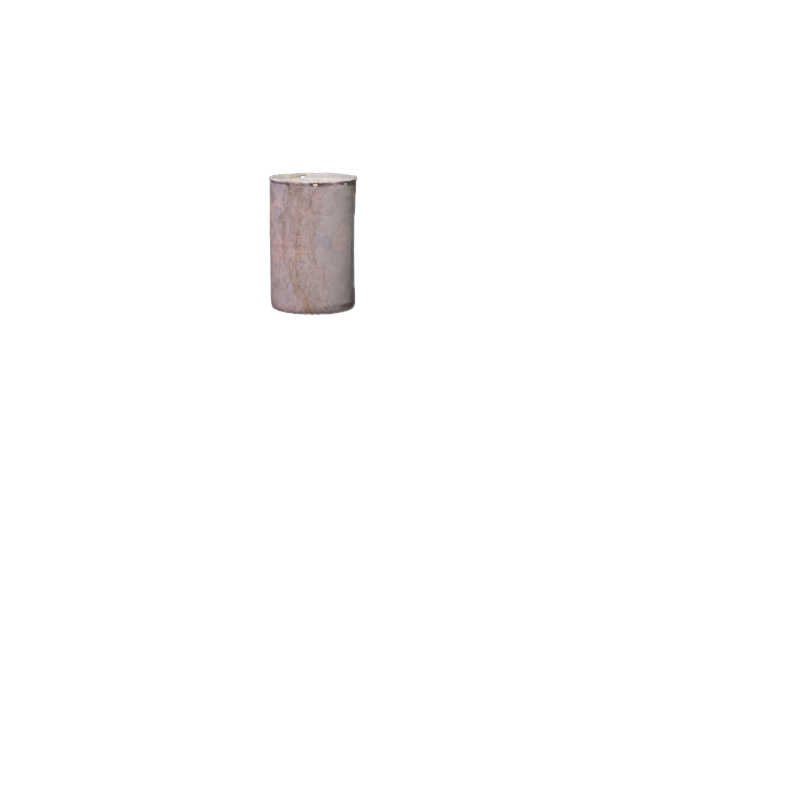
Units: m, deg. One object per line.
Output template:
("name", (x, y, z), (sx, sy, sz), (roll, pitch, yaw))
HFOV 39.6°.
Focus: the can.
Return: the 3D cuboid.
("can", (-0.067, -0.123, 0.858), (0.068, 0.100, 0.070), (0, 12, -2))
